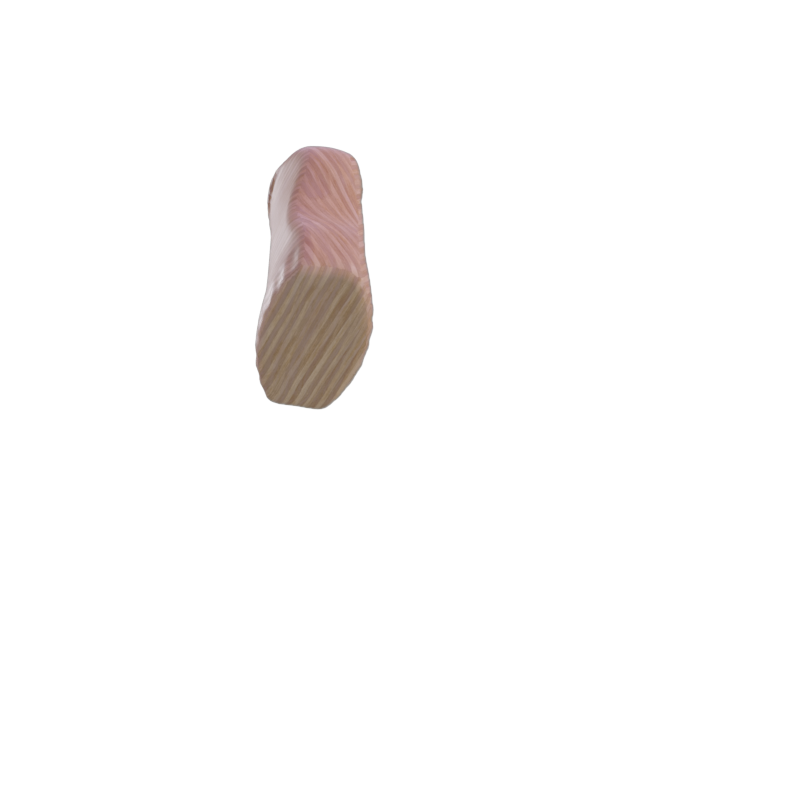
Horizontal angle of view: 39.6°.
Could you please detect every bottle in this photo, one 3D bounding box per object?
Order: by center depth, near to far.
[{"bbox_3d":[-0.049,-0.091,0.638,0.058,0.091,0.205,7,37,-10],"label":"bottle"}]
